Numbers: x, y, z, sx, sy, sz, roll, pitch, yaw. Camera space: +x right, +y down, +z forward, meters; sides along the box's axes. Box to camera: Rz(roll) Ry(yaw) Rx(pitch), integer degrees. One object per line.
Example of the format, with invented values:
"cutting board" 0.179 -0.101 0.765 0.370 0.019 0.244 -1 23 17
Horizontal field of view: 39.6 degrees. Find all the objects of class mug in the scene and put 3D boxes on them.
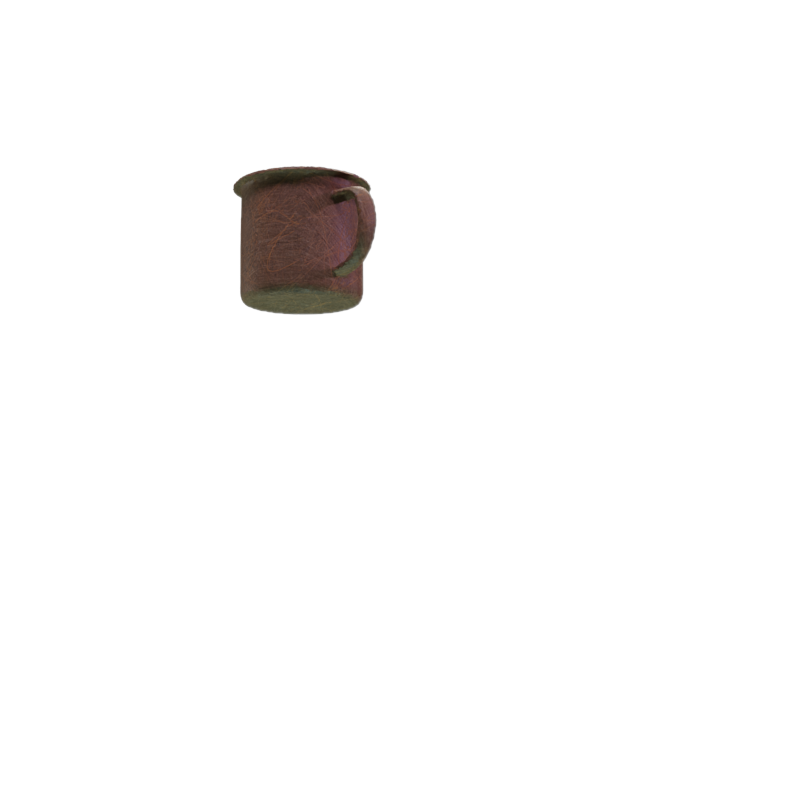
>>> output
"mug" -0.057 -0.104 0.732 0.089 0.084 0.120 9 -13 -42
